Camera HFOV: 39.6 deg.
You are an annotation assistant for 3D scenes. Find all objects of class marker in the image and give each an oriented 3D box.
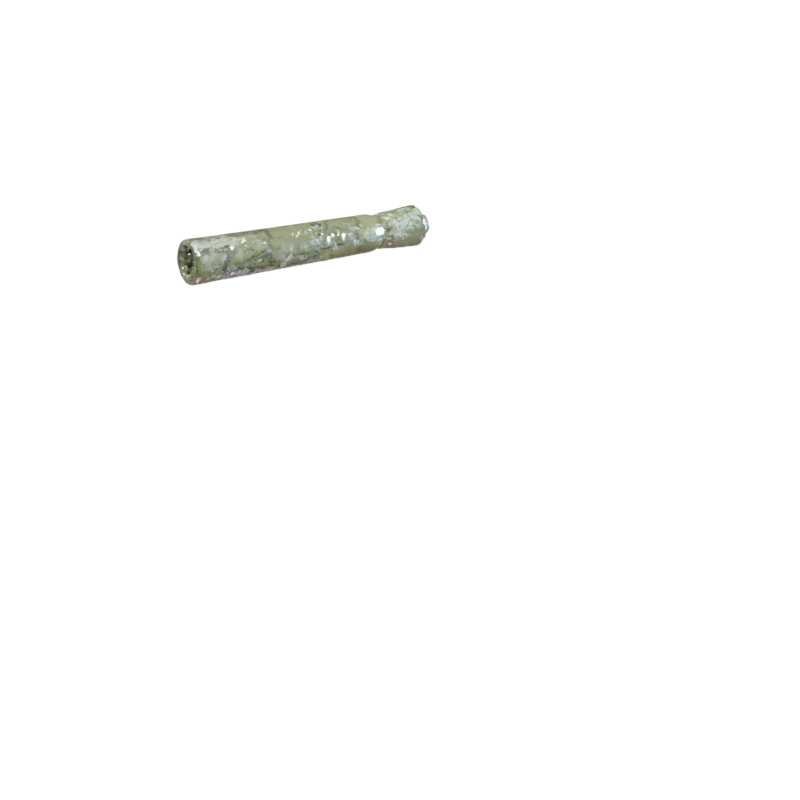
[{"bbox_3d":[-0.037,-0.068,0.473,0.118,0.019,0.021,-15,12,-33],"label":"marker"}]
